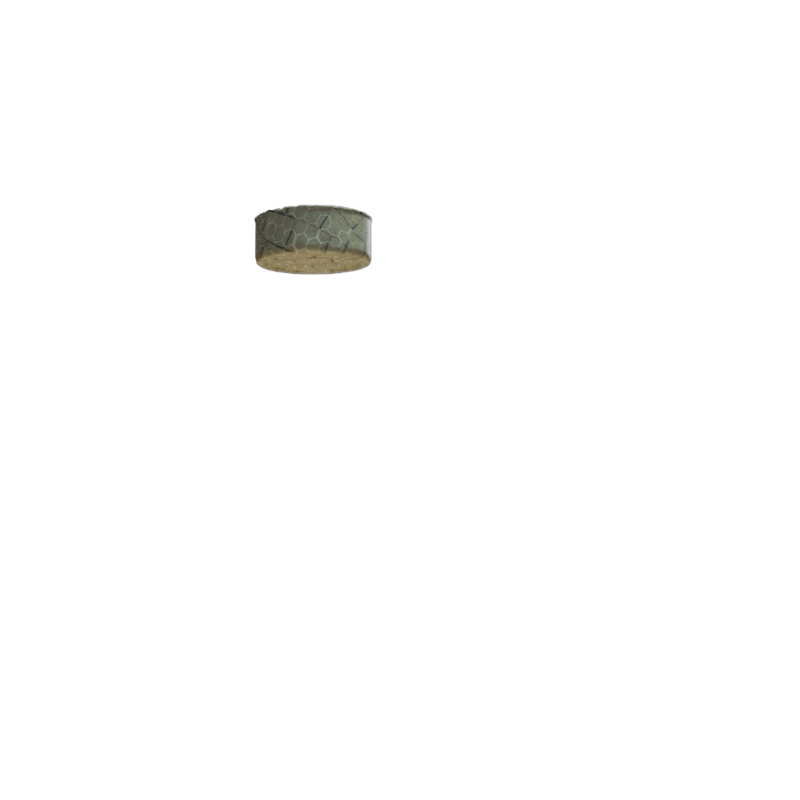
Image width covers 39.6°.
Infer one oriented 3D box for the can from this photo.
[{"bbox_3d":[-0.063,-0.115,0.803,0.086,0.034,0.084,0,-6,-2],"label":"can"}]
